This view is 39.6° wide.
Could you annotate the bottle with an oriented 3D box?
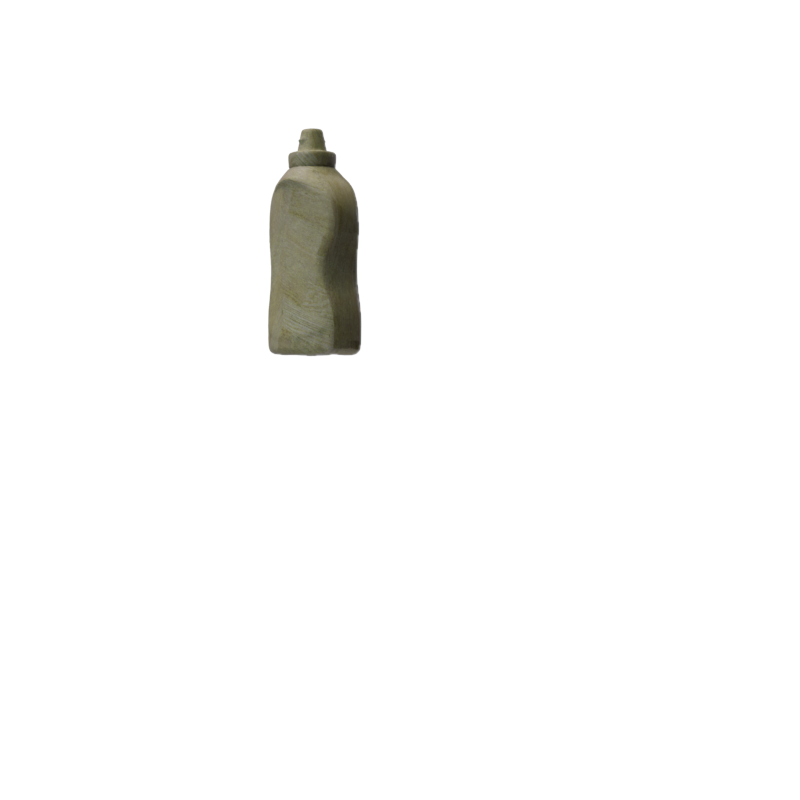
[{"bbox_3d":[-0.074,-0.134,0.941,0.056,0.194,0.099,3,-4,-37],"label":"bottle"}]
